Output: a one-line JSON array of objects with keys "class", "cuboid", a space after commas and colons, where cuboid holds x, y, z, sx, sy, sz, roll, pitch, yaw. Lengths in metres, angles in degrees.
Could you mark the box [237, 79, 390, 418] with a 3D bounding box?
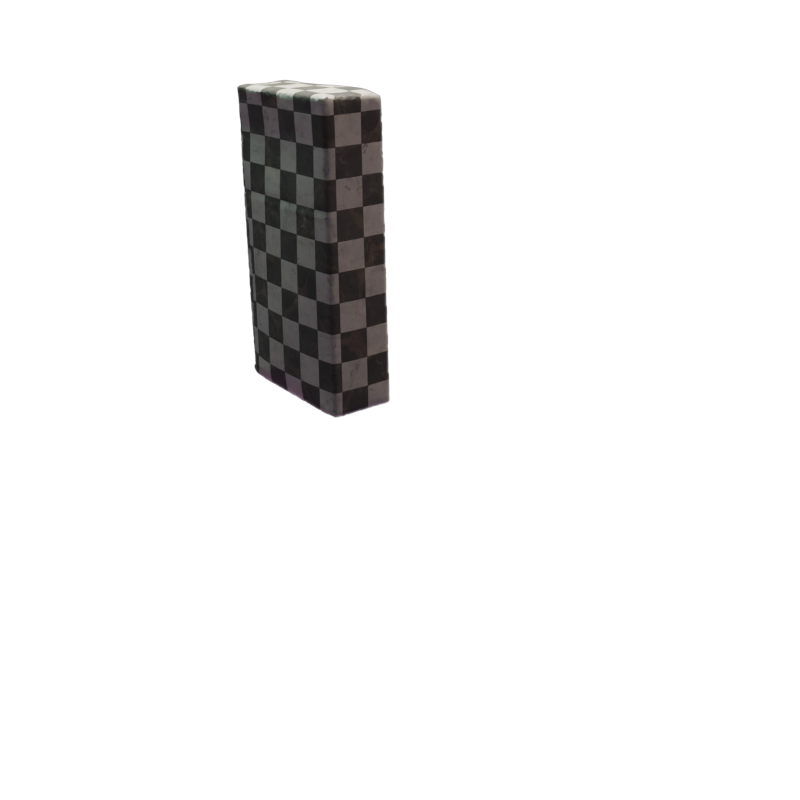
[{"class": "box", "cuboid": [-0.049, -0.090, 0.628, 0.047, 0.170, 0.099, -9, 18, -34]}]
